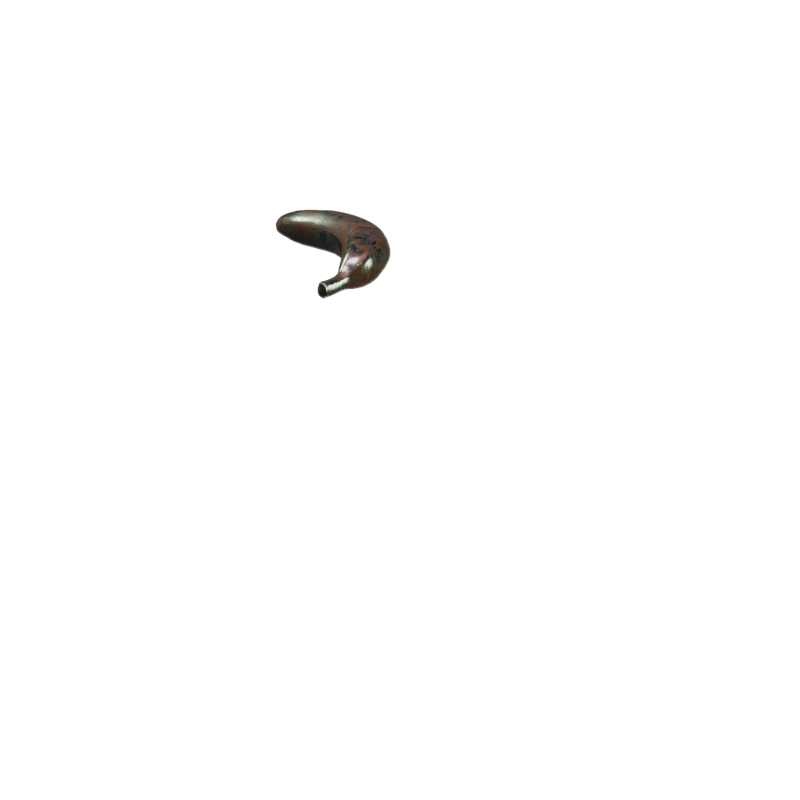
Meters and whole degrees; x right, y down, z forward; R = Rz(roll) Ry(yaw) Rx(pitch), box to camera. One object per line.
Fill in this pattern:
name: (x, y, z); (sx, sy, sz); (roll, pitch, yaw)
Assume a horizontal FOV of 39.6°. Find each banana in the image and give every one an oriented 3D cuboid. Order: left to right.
banana: (-0.050, -0.125, 0.877); (0.068, 0.035, 0.209); (-5, 21, -13)
